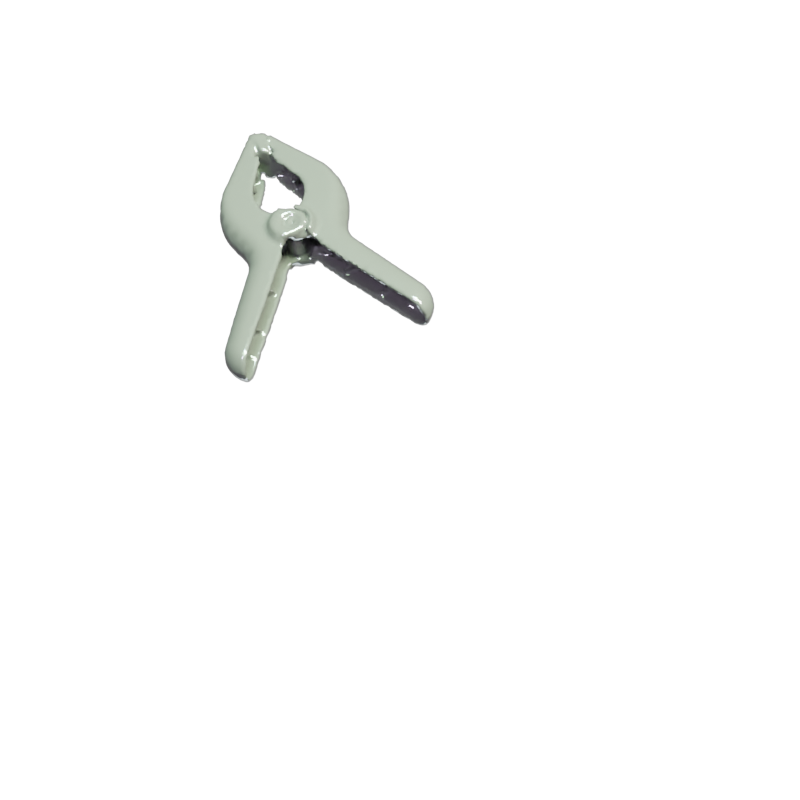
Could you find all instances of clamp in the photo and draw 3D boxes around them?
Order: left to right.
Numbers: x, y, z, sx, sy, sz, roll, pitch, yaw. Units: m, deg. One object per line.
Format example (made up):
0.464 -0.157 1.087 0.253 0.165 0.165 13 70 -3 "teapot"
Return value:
-0.052 -0.094 0.662 0.119 0.184 0.037 -8 -33 -6 "clamp"
